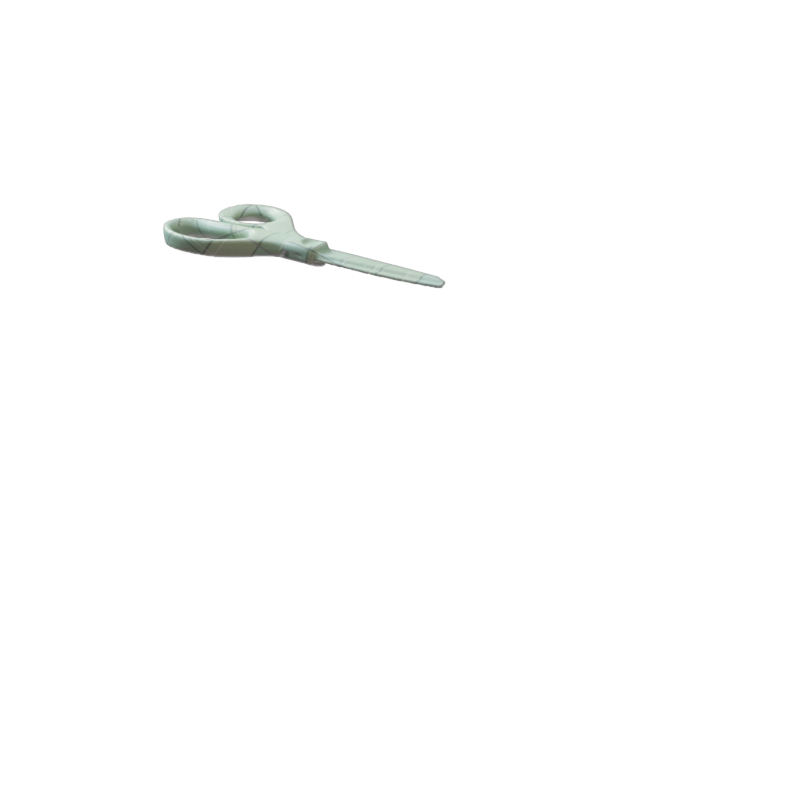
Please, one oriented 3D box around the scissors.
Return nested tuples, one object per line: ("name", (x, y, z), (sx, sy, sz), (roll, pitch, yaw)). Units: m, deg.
("scissors", (-0.057, -0.103, 0.723), (0.208, 0.015, 0.098), (10, 27, 19))
